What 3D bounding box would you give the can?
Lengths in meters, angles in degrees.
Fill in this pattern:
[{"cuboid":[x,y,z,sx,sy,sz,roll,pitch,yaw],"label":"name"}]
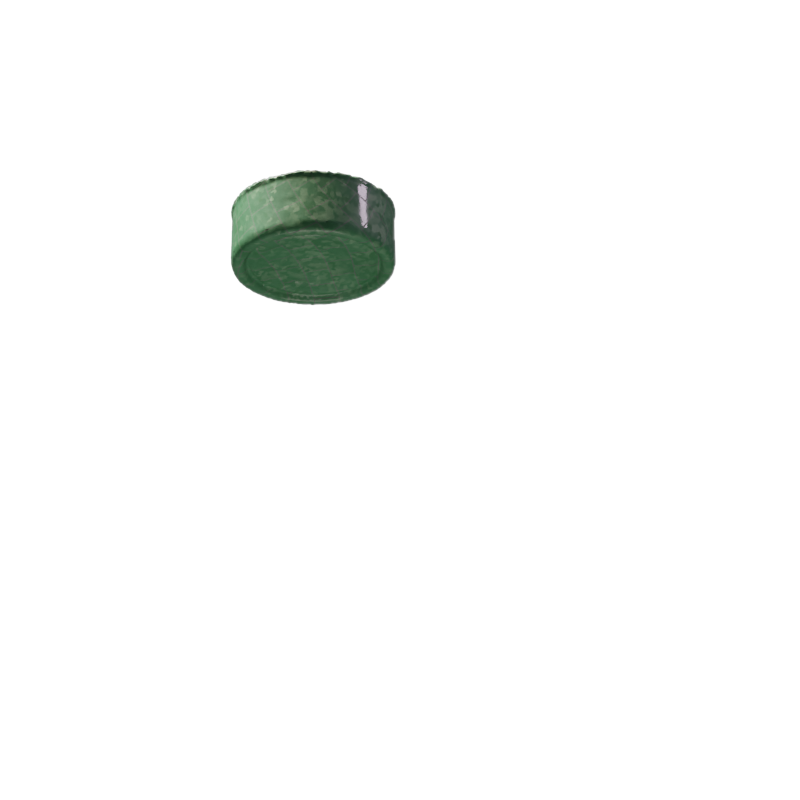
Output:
[{"cuboid":[-0.045,-0.082,0.572,0.086,0.036,0.081,1,-23,-2],"label":"can"}]
